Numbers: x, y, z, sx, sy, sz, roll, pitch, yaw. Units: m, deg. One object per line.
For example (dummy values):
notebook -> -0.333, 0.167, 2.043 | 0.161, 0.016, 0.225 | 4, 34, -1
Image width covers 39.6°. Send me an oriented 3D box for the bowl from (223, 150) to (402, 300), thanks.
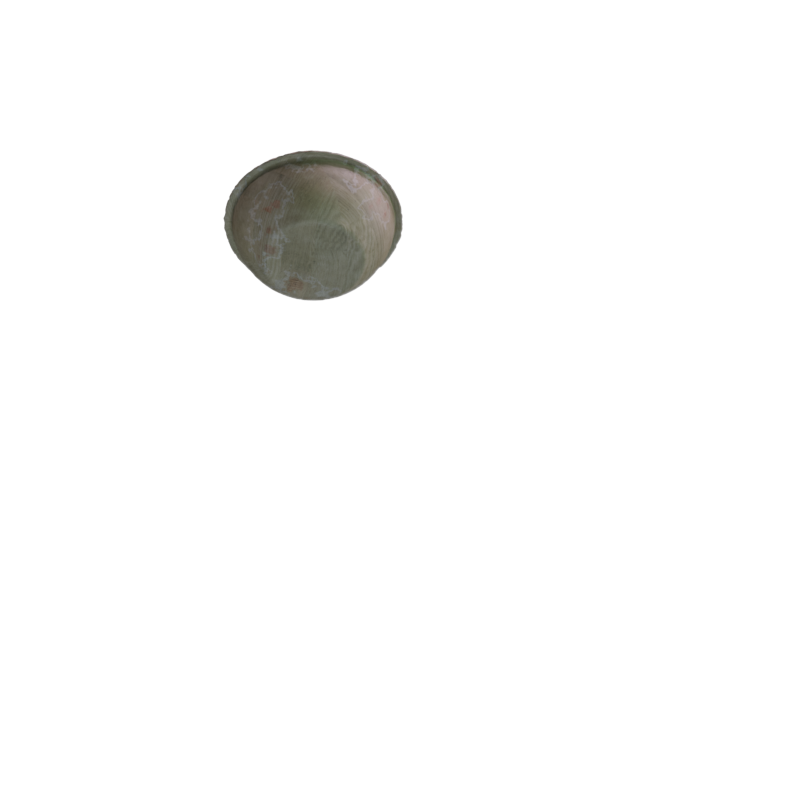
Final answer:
bowl -> -0.077, -0.140, 0.984 | 0.162, 0.151, 0.059 | 1, 43, -1
